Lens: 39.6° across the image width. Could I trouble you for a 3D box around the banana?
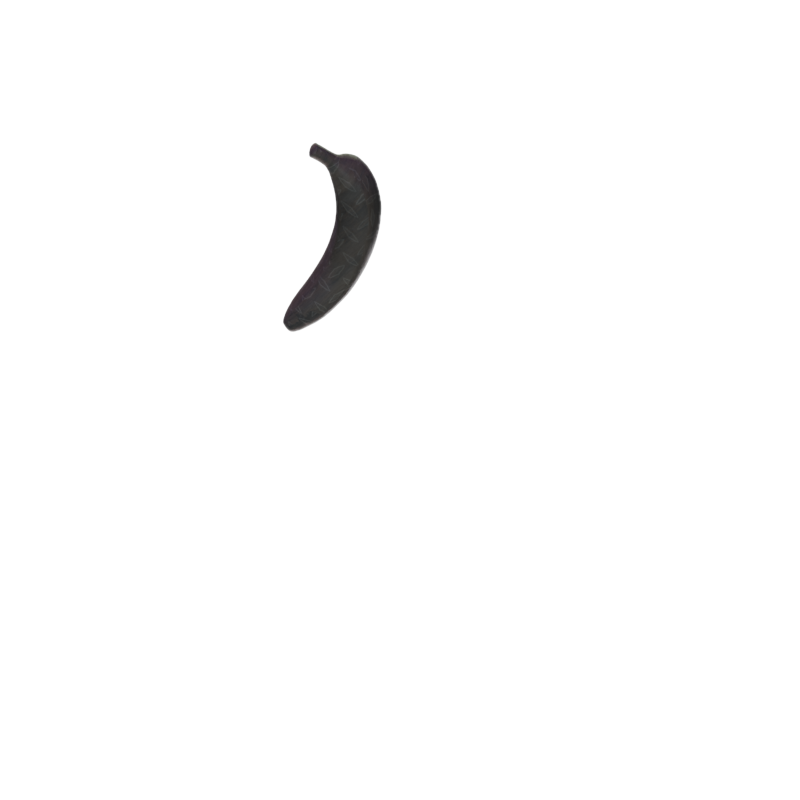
[{"bbox_3d":[-0.055,-0.136,0.941,0.069,0.186,0.039,7,39,-7],"label":"banana"}]
